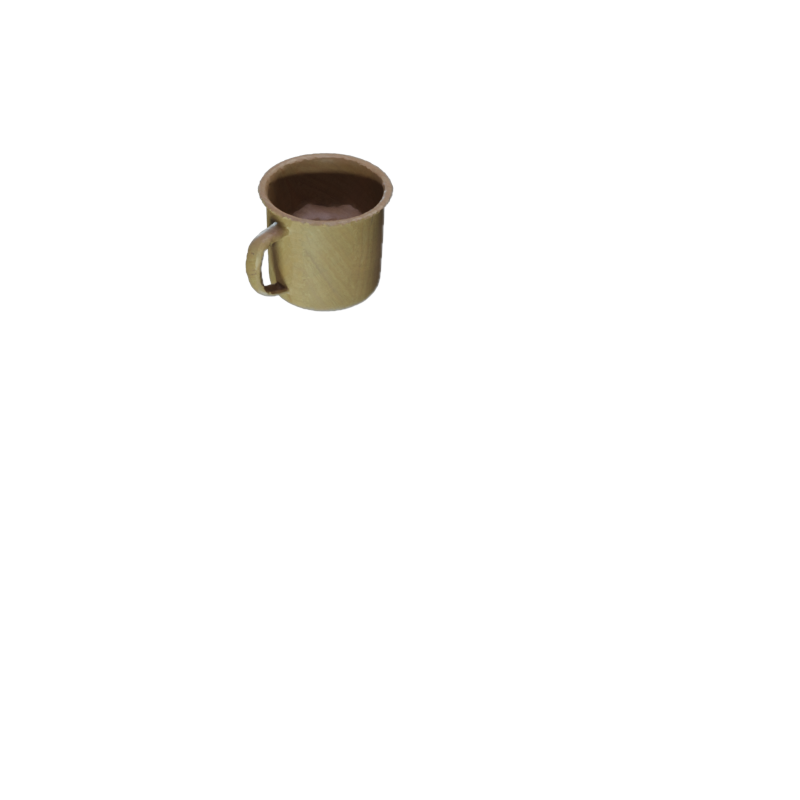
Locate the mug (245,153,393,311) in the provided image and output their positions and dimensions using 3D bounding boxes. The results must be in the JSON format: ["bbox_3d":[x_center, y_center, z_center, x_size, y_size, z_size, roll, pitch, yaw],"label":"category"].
[{"bbox_3d":[-0.061,-0.111,0.778,0.099,0.076,0.118,30,47,30],"label":"mug"}]
